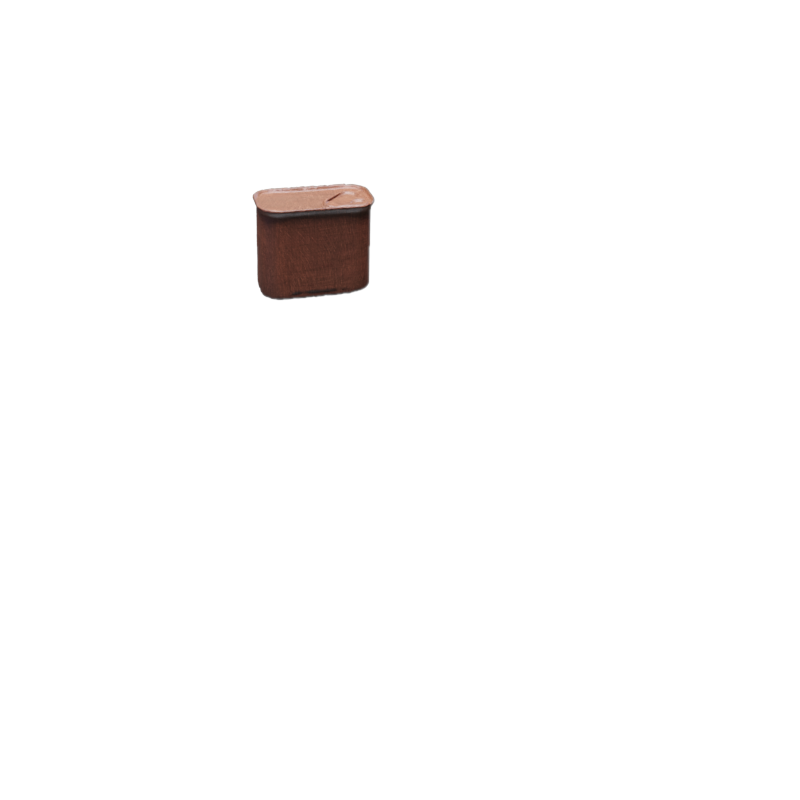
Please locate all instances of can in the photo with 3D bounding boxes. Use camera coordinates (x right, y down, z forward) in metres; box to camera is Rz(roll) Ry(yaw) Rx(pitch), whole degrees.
[{"bbox_3d":[-0.075,-0.137,0.962,0.100,0.079,0.061,-5,26,-12],"label":"can"}]
